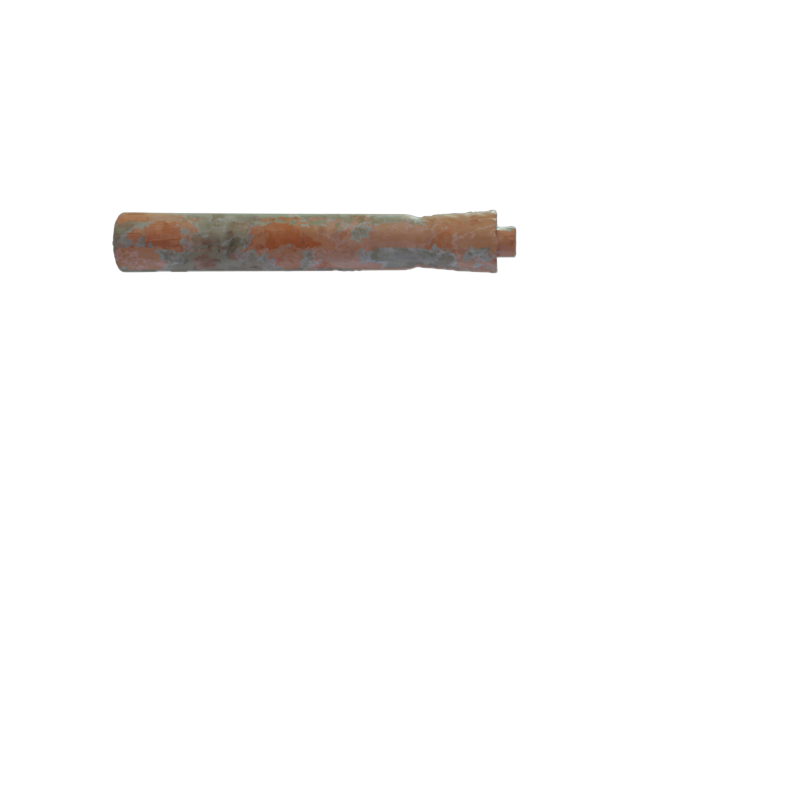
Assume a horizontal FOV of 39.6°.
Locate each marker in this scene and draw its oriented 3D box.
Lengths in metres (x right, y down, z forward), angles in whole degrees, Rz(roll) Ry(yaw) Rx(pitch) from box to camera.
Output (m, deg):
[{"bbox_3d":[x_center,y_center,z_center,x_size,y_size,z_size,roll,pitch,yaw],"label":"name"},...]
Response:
[{"bbox_3d":[-0.026,-0.048,0.336,0.122,0.020,0.020,1,4,8],"label":"marker"}]
